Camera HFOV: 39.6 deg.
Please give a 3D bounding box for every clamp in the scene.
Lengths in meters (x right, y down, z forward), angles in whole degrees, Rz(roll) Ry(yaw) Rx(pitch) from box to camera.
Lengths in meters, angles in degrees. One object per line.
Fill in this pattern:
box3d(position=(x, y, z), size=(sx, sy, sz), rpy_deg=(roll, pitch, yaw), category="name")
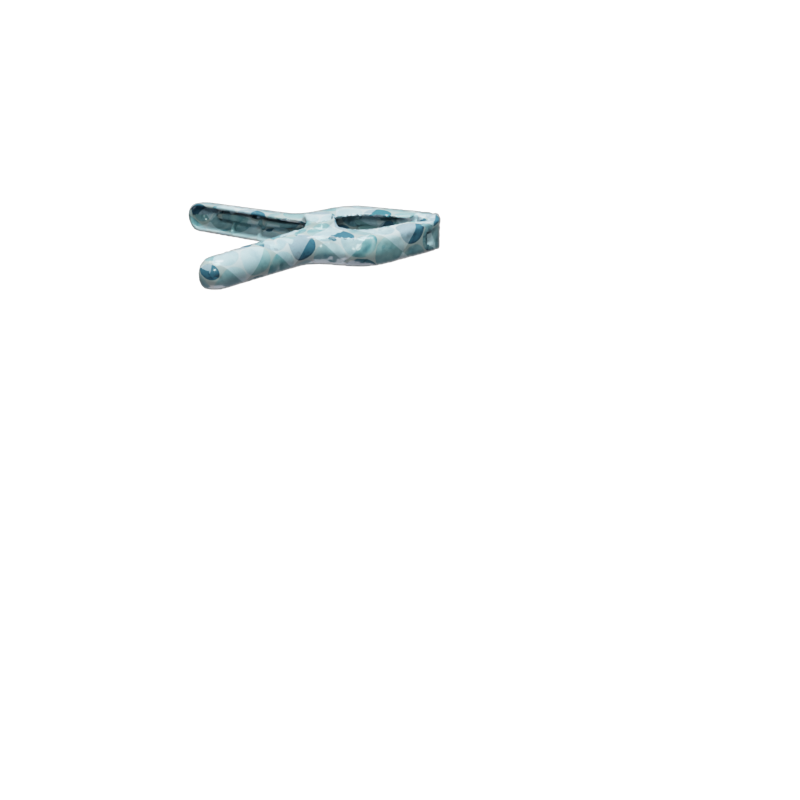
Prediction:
box3d(position=(-0.070, -0.127, 0.891), size=(0.209, 0.035, 0.174), rpy_deg=(-2, 26, -3), category="clamp")
